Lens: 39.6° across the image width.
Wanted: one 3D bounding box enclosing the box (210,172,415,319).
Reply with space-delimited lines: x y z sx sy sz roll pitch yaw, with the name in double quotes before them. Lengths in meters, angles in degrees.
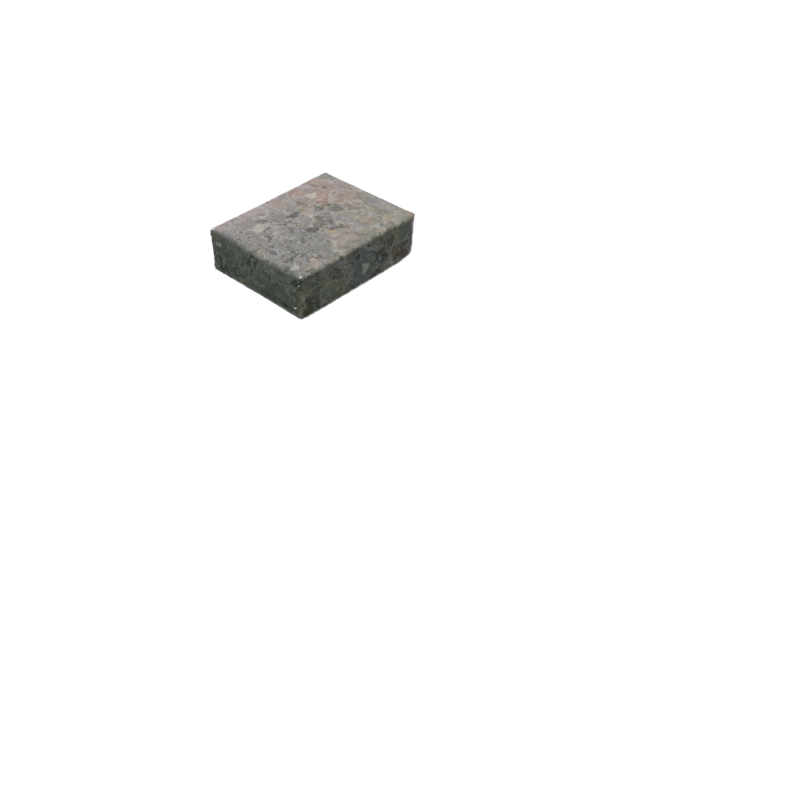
"box" -0.060 -0.109 0.763 0.096 0.036 0.114 30 46 34
